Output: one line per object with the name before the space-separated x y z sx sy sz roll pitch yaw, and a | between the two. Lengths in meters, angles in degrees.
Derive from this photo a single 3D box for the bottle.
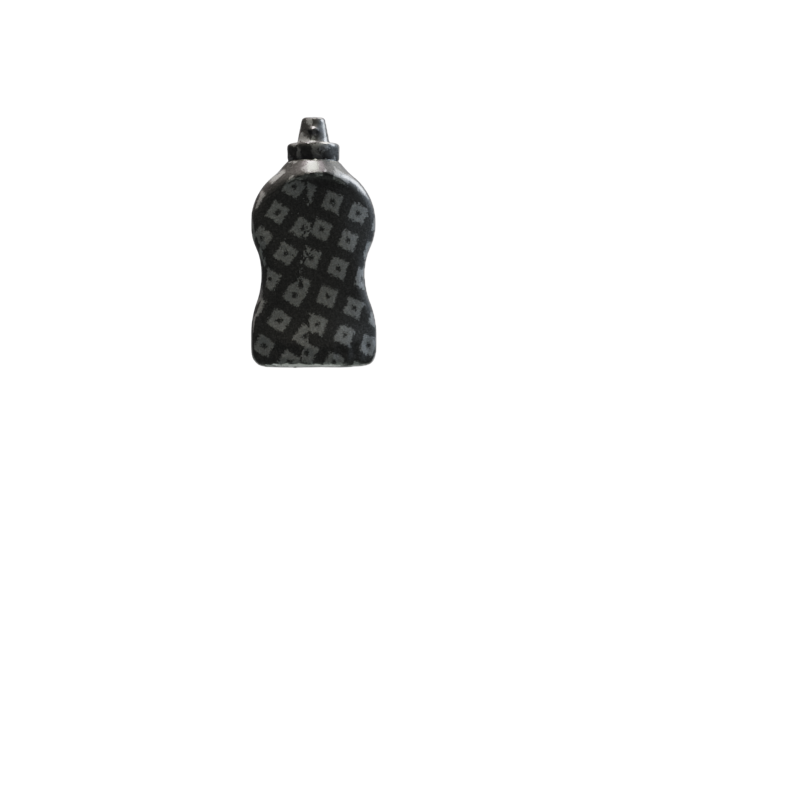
bottle | -0.067 -0.123 0.858 0.095 0.192 0.058 0 -1 -5
